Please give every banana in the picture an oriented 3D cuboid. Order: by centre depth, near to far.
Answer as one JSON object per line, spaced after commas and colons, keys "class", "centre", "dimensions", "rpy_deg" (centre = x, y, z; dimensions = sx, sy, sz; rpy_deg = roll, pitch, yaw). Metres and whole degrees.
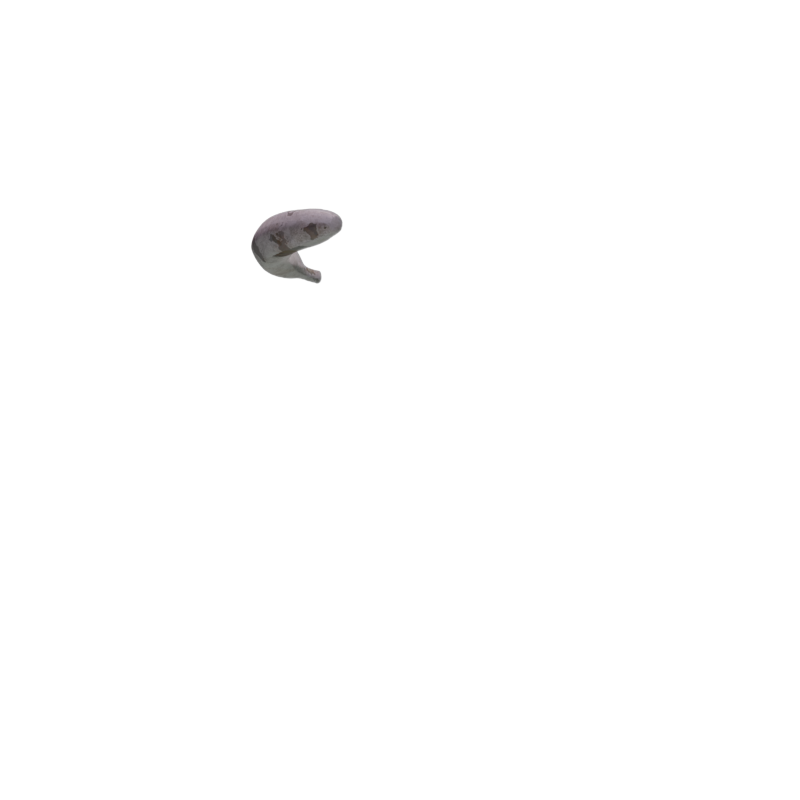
{"class": "banana", "centre": [-0.094, -0.137, 0.964], "dimensions": [0.069, 0.038, 0.195], "rpy_deg": [1, -5, -8]}
